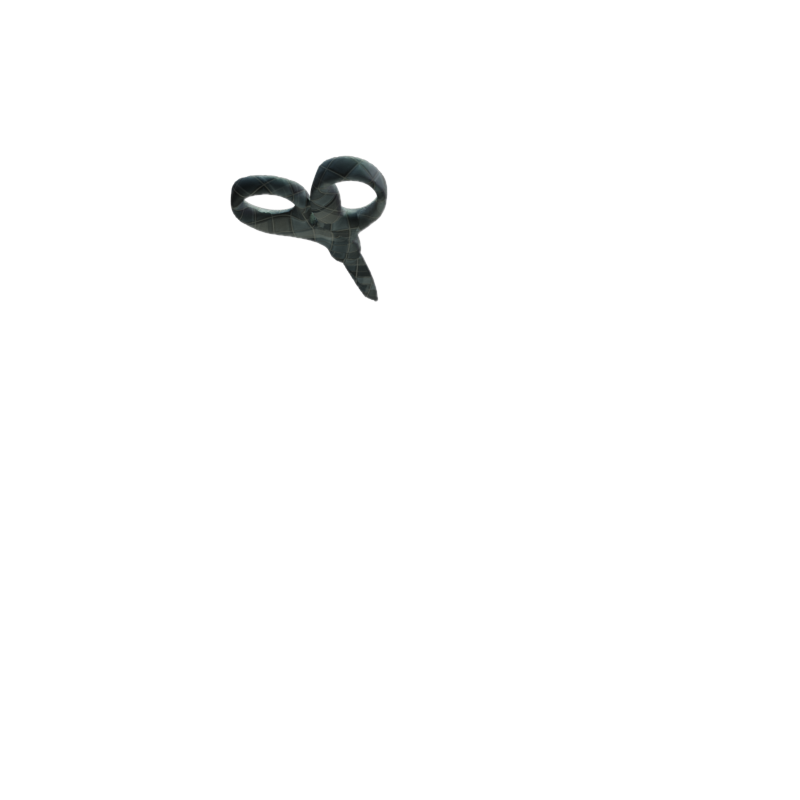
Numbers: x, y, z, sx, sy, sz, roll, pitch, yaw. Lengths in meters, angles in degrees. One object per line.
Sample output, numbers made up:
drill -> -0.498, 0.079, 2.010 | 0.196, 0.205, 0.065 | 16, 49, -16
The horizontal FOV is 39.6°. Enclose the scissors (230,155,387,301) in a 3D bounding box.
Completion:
scissors -> -0.053, -0.096, 0.672 | 0.096, 0.016, 0.194 | 2, -16, -5
